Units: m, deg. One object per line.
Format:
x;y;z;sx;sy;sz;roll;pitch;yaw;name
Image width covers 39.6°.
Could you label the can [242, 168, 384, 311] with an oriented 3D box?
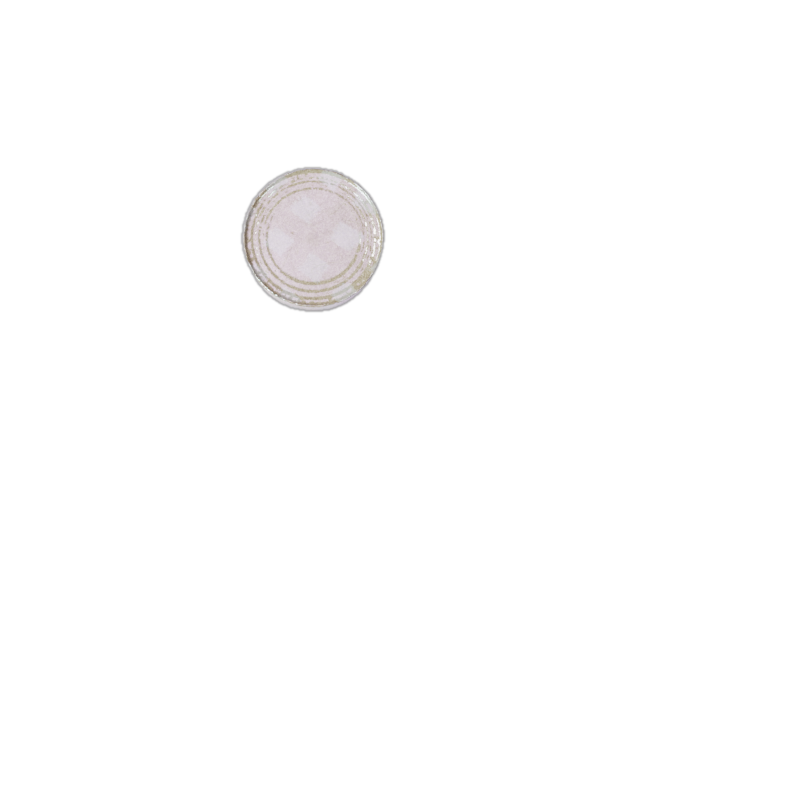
-0.054;-0.098;0.686;0.086;0.088;0.033;0;-10;-1;can
